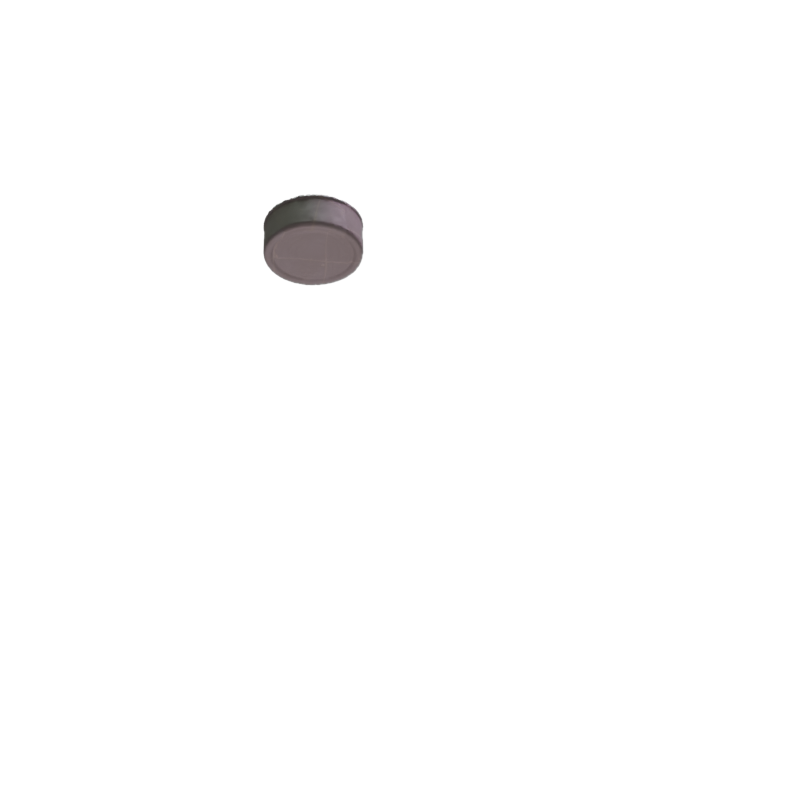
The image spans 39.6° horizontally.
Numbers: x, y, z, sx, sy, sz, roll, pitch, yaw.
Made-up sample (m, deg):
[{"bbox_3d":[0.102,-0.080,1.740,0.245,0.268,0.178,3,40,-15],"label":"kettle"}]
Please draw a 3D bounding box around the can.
[{"bbox_3d":[-0.074,-0.134,0.942,0.086,0.036,0.080,1,-33,-2],"label":"can"}]
